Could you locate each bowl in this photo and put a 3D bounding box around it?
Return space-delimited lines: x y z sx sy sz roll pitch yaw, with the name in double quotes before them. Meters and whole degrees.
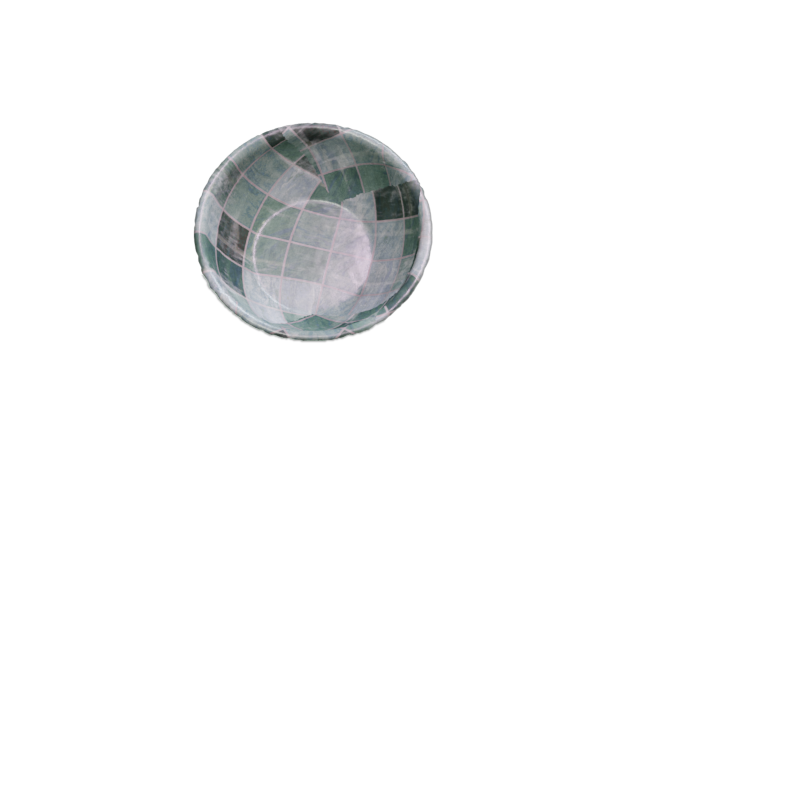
"bowl" -0.060 -0.110 0.773 0.162 0.170 0.052 -1 -21 -1
